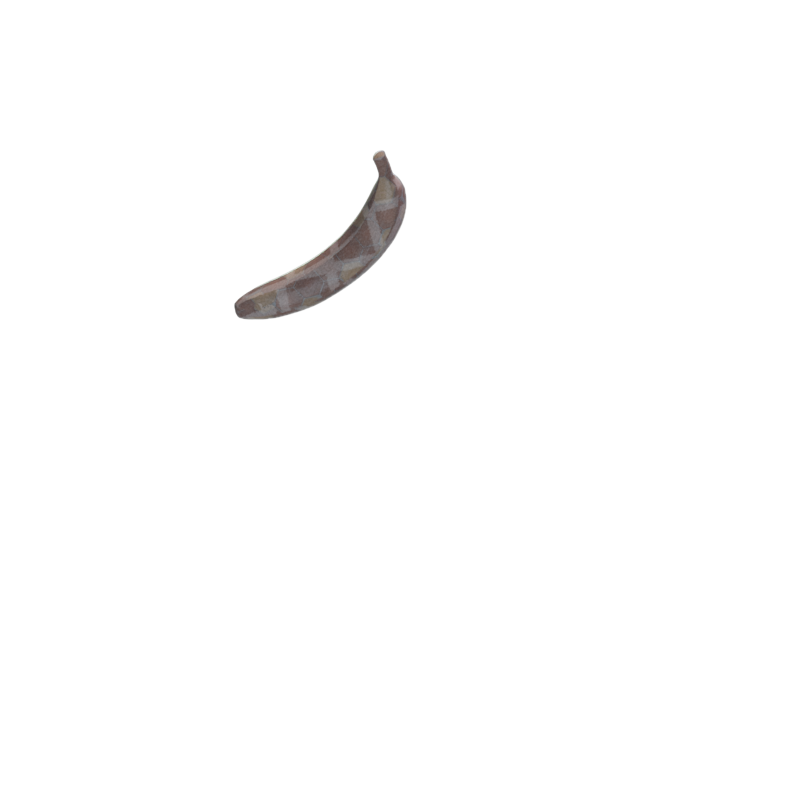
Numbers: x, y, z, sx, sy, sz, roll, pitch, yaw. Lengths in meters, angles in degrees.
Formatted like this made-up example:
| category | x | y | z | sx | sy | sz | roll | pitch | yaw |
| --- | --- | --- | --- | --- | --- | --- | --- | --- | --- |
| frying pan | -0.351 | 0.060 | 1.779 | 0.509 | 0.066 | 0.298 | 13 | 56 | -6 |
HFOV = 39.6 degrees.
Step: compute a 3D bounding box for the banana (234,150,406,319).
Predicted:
| category | x | y | z | sx | sy | sz | roll | pitch | yaw |
| --- | --- | --- | --- | --- | --- | --- | --- | --- | --- |
| banana | -0.056 | -0.126 | 0.936 | 0.067 | 0.194 | 0.039 | 37 | 23 | -20 |
